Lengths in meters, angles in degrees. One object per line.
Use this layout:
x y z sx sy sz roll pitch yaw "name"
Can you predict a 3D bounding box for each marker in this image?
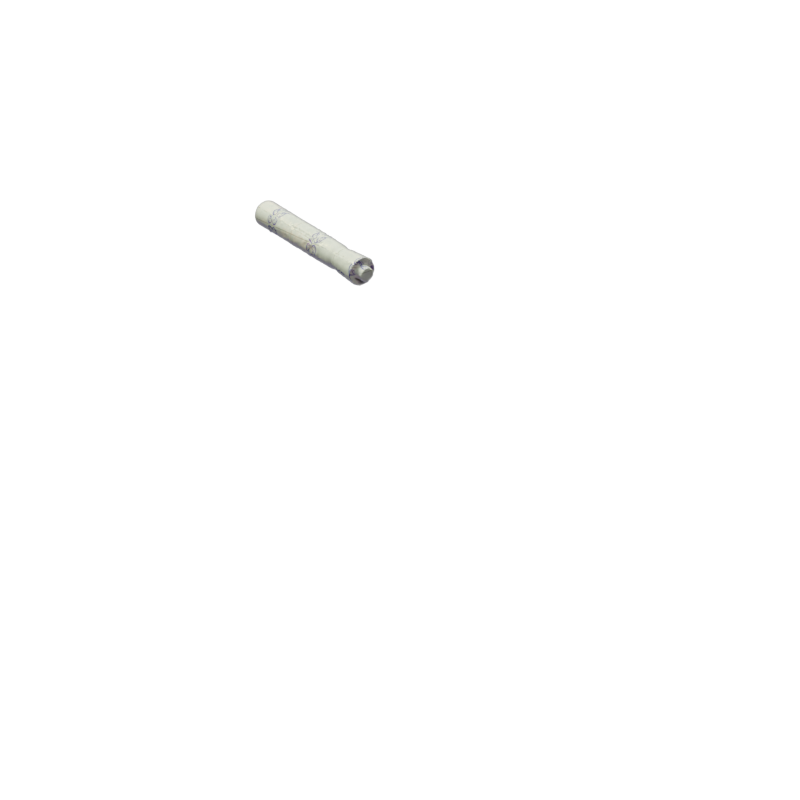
-0.057 -0.103 0.723 0.019 0.019 0.130 -3 26 -37 "marker"
